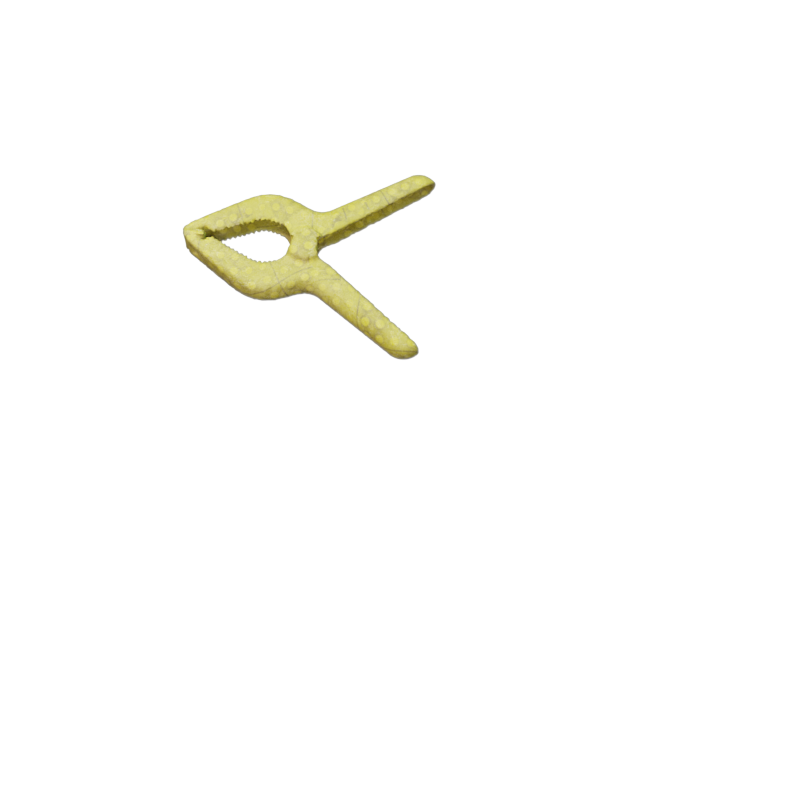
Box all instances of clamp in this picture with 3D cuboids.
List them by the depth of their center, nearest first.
[{"bbox_3d":[-0.072,-0.131,0.917,0.212,0.172,0.034,13,-26,6],"label":"clamp"}]
